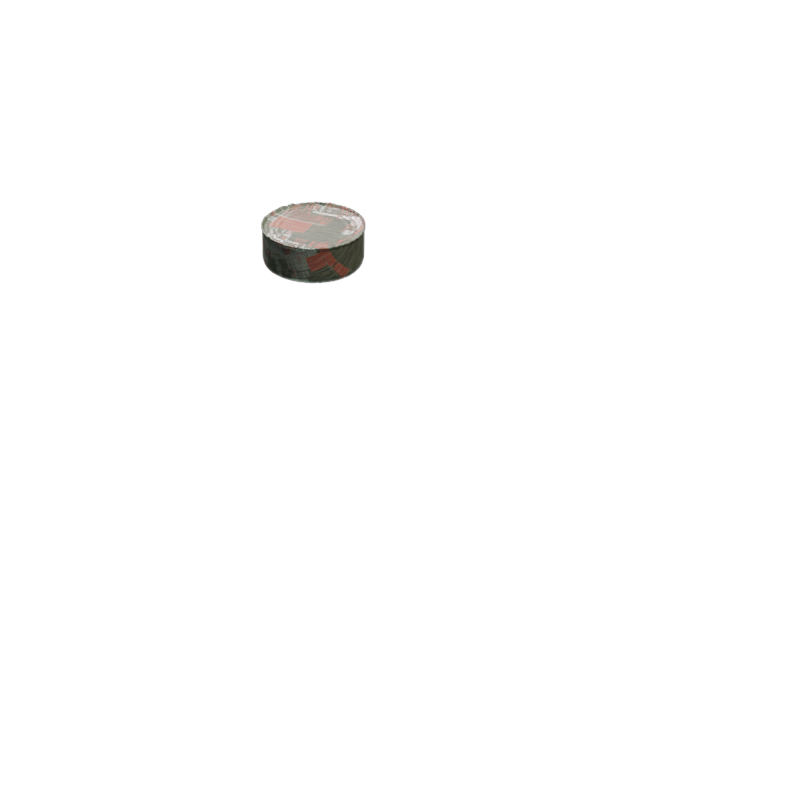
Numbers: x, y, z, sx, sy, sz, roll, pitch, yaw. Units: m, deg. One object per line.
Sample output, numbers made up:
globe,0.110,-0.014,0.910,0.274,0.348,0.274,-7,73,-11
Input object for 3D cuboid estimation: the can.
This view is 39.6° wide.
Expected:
can,-0.072,-0.131,0.915,0.086,0.032,0.091,-1,33,-2
